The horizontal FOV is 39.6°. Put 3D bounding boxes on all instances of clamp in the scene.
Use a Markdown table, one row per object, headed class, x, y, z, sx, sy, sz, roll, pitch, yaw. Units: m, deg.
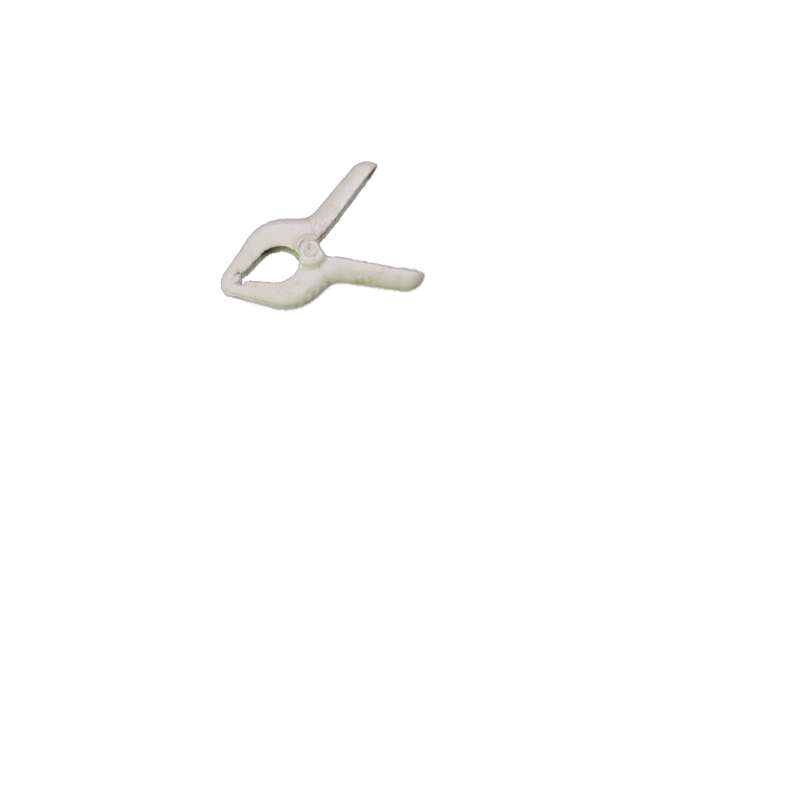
| class | x | y | z | sx | sy | sz | roll | pitch | yaw |
| --- | --- | --- | --- | --- | --- | --- | --- | --- | --- |
| clamp | -0.075 | -0.136 | 0.955 | 0.171 | 0.126 | 0.037 | -13 | -19 | -5 |
